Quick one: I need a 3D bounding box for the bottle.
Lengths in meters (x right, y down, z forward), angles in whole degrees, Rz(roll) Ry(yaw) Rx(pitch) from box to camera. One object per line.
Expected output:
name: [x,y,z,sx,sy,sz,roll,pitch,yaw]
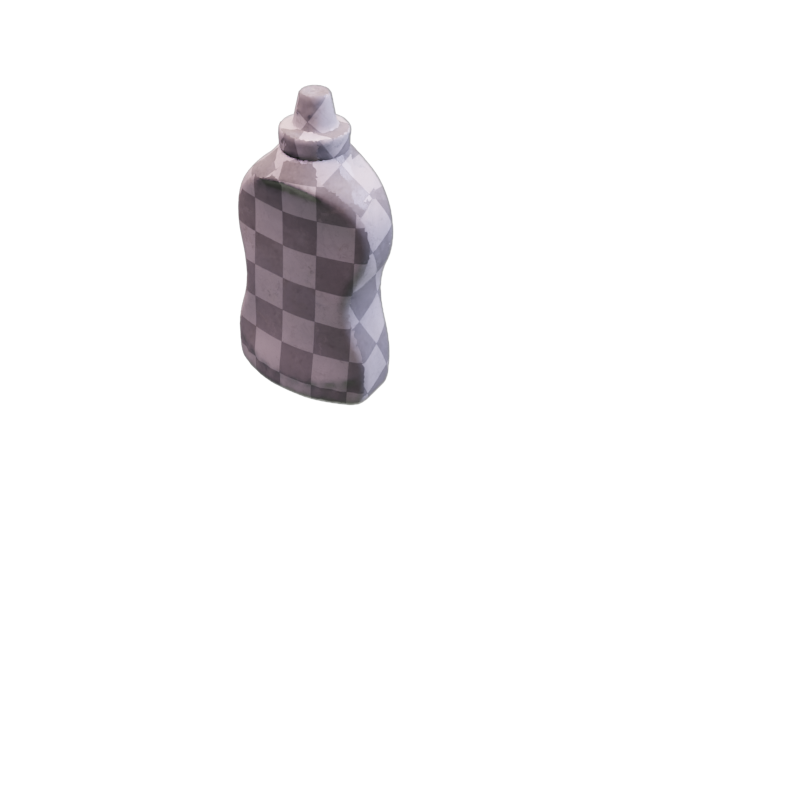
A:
bottle: [-0.051,-0.094,0.654,0.101,0.180,0.059,23,39,28]
